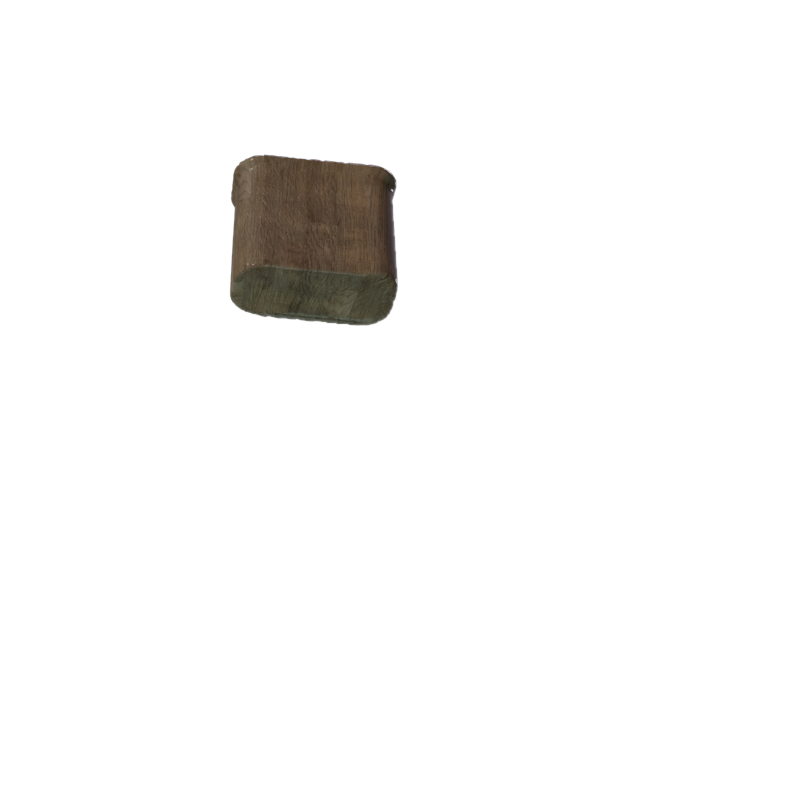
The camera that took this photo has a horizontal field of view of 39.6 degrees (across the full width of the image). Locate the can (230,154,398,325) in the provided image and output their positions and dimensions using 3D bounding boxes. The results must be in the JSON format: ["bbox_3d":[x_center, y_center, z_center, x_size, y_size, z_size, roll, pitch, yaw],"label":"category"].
[{"bbox_3d":[-0.052,-0.095,0.668,0.101,0.090,0.054,4,-36,-8],"label":"can"}]
